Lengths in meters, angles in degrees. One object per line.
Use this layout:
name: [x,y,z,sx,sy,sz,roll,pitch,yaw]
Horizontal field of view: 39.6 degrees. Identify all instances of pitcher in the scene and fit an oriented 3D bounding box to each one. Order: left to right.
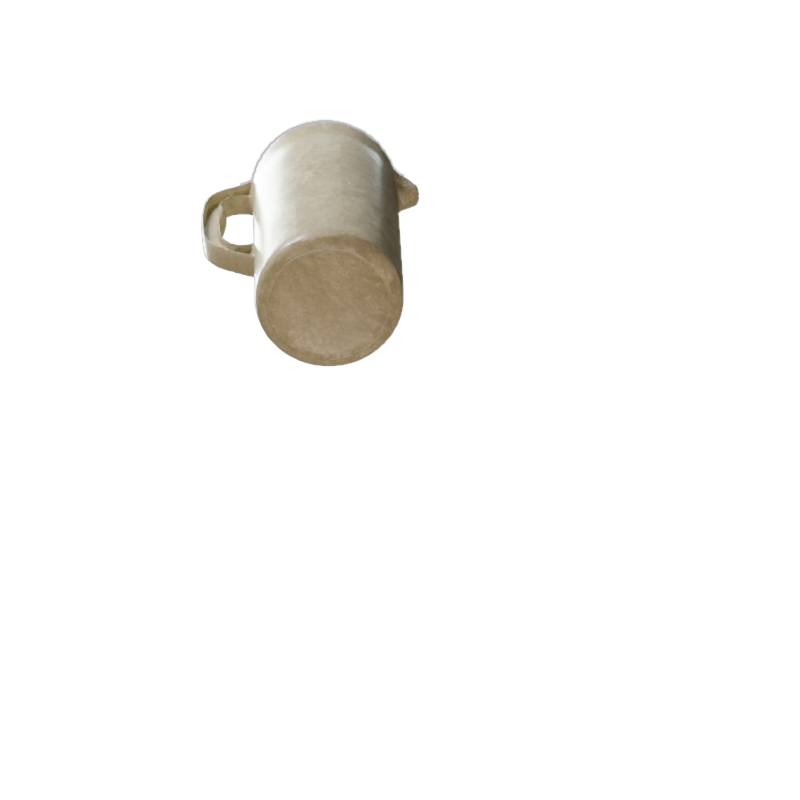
pitcher: [-0.070,-0.128,0.898,0.139,0.147,0.257,41,18,-21]
